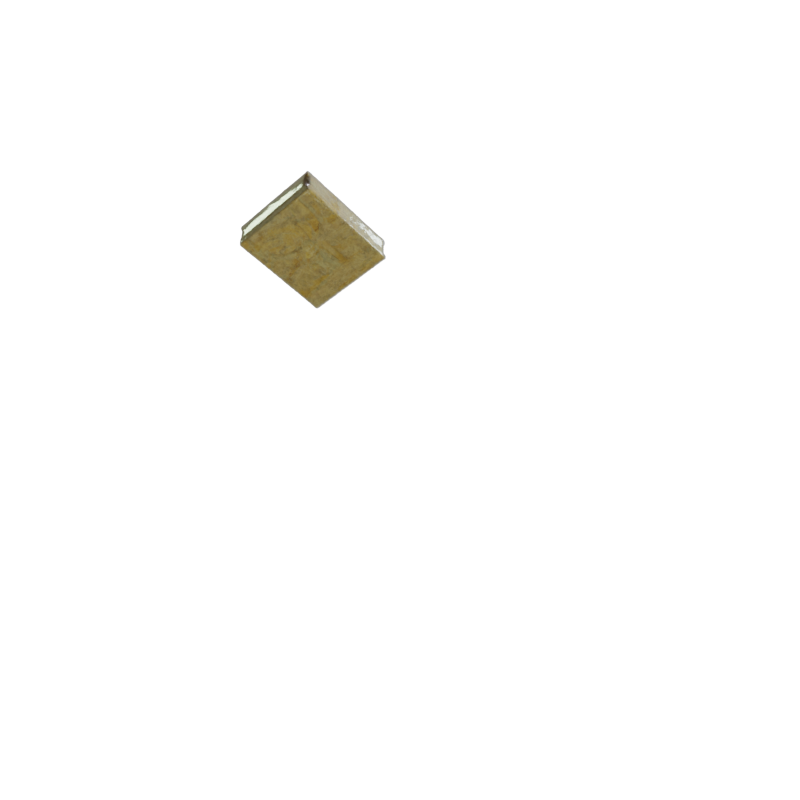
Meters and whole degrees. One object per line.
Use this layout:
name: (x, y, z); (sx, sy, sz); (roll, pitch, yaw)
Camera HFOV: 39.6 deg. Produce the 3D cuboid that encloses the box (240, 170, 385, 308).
box: (-0.067, -0.122, 0.853); (0.072, 0.032, 0.084); (-37, -61, 24)
